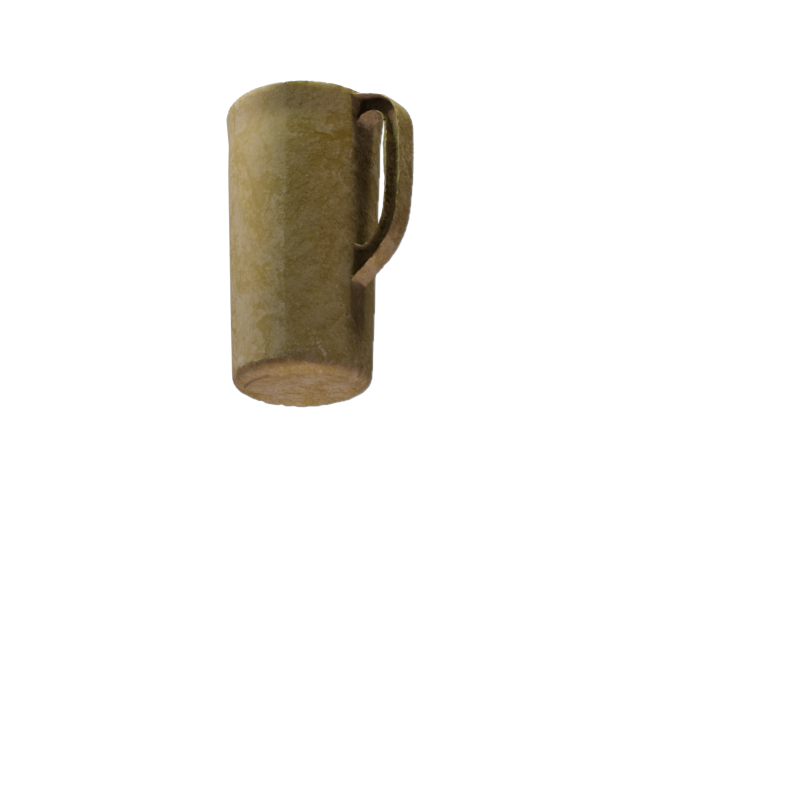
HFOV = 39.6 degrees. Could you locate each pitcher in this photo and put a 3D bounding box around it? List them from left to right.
[{"bbox_3d":[-0.069,-0.126,0.885,0.143,0.256,0.143,2,-22,-8],"label":"pitcher"}]
